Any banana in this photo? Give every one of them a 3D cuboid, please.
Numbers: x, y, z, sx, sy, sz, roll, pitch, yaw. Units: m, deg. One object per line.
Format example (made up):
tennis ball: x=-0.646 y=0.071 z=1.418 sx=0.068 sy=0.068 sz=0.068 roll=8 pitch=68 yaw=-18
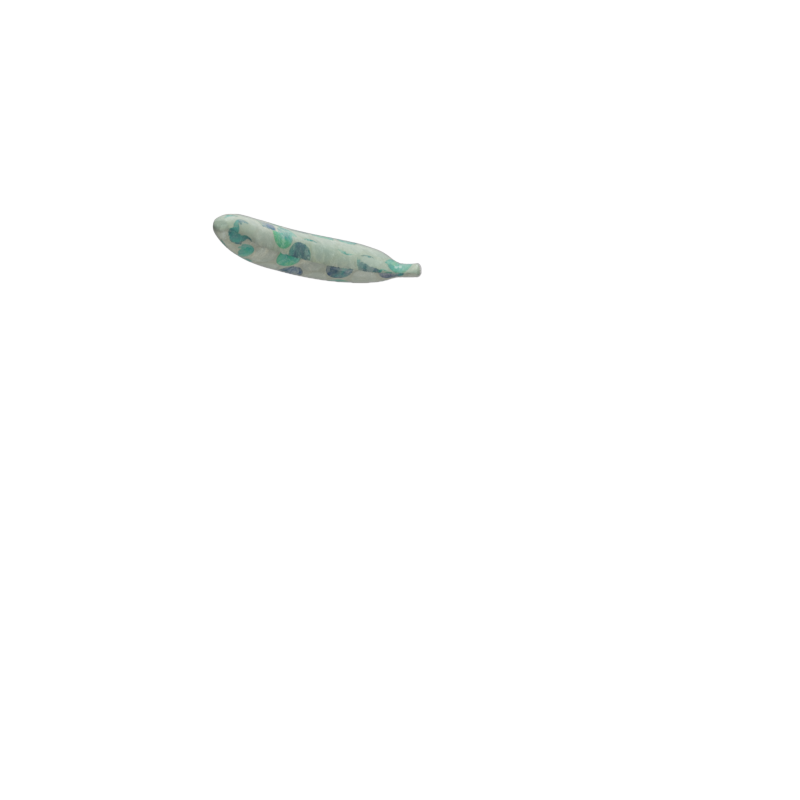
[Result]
banana: x=-0.080 y=-0.128 z=0.941 sx=0.189 sy=0.038 sz=0.070 roll=7 pitch=-15 yaw=-31
